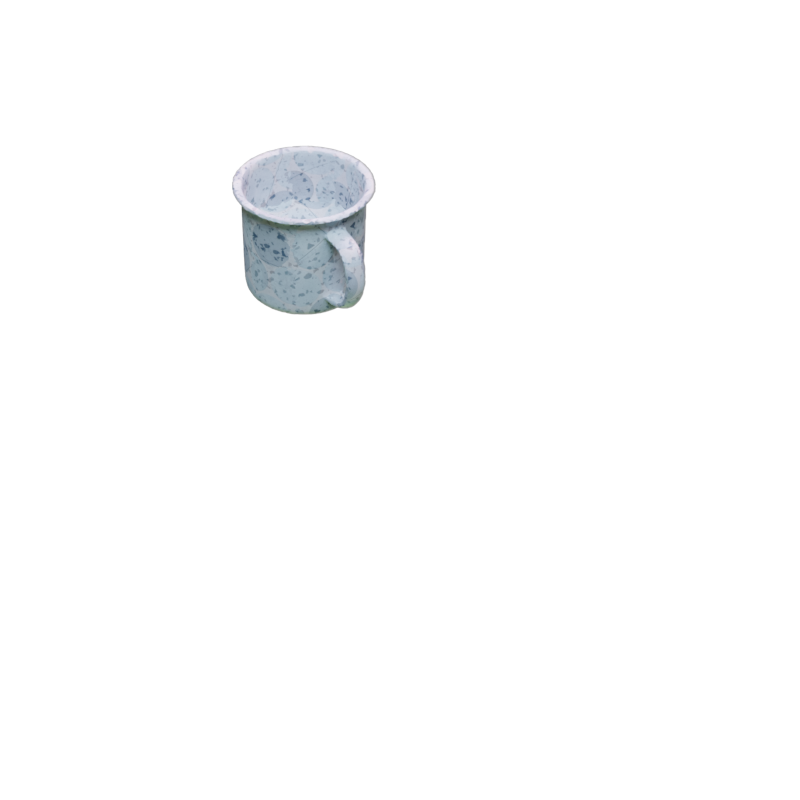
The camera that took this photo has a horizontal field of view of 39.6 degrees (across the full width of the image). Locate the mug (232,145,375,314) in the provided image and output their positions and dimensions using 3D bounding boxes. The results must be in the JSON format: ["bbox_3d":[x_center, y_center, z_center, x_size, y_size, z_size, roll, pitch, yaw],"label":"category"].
[{"bbox_3d":[-0.057,-0.104,0.731,0.092,0.076,0.126,-22,45,-26],"label":"mug"}]
